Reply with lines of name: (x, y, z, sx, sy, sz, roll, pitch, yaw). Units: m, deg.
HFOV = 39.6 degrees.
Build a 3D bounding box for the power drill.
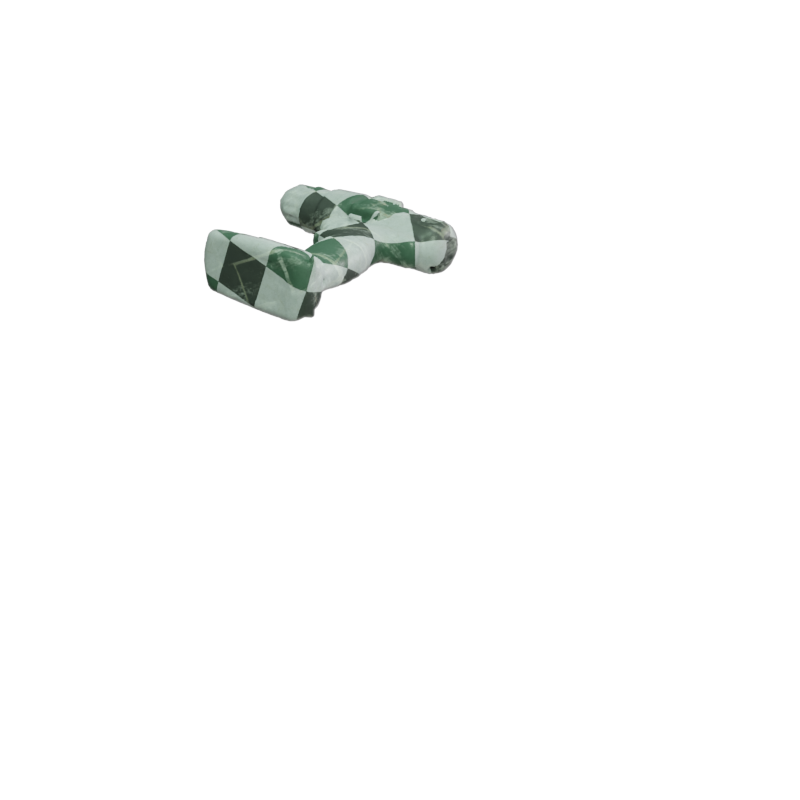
power drill: (-0.073, -0.132, 0.927, 0.195, 0.054, 0.187, 19, 32, 34)
